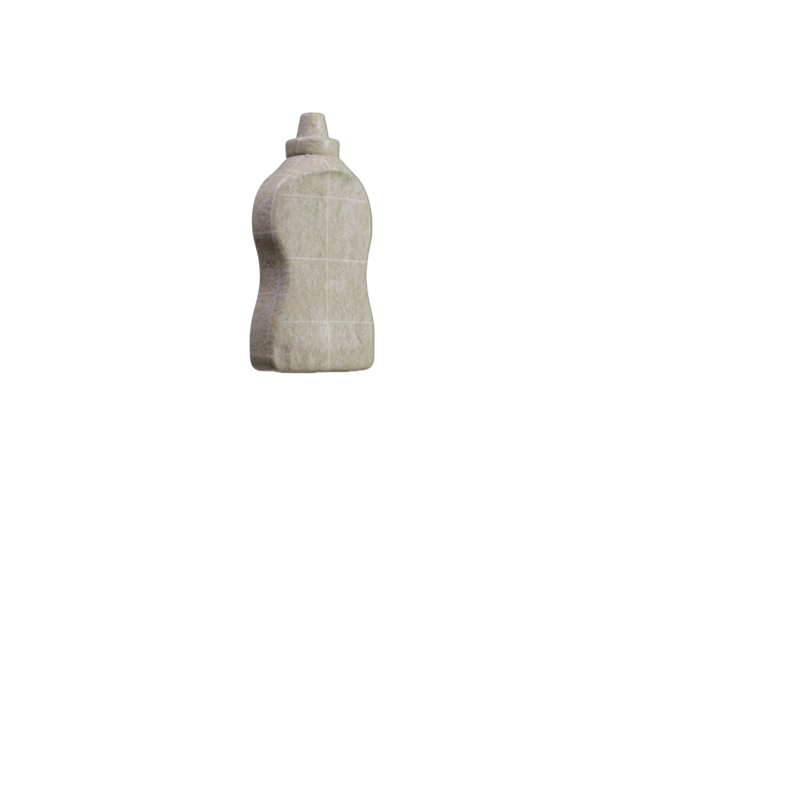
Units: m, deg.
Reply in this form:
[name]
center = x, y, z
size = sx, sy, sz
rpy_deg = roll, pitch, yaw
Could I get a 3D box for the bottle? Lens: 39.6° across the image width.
[bottle]
center = -0.065, -0.118, 0.823
size = 0.092, 0.193, 0.060
rpy_deg = 1, -3, -35
